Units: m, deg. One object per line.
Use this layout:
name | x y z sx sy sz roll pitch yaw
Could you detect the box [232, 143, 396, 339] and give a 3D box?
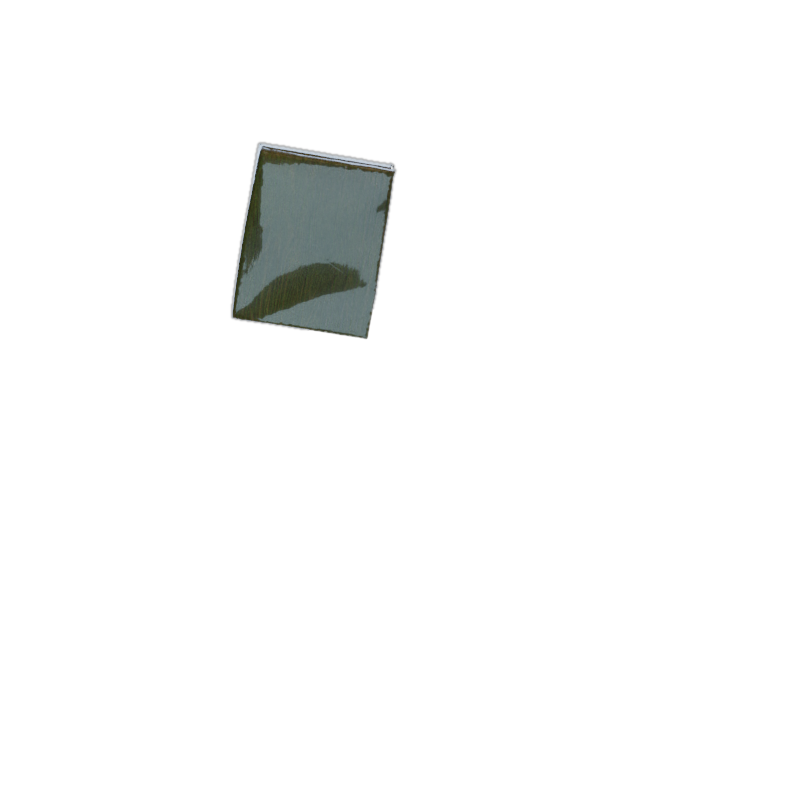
box | -0.056 -0.101 0.708 0.089 0.110 0.040 10 14 -3
